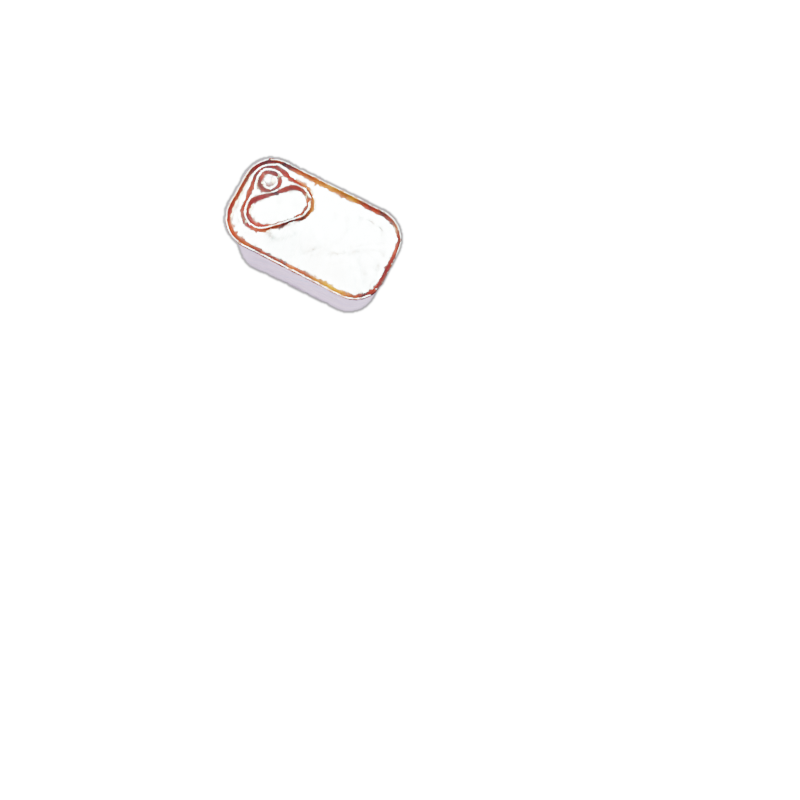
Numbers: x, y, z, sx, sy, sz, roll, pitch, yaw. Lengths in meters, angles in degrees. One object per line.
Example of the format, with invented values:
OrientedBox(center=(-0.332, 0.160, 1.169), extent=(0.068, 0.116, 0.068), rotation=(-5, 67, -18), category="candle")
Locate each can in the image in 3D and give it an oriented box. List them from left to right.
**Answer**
OrientedBox(center=(-0.054, -0.098, 0.683), extent=(0.103, 0.058, 0.082), rotation=(27, -7, 2), category="can")
